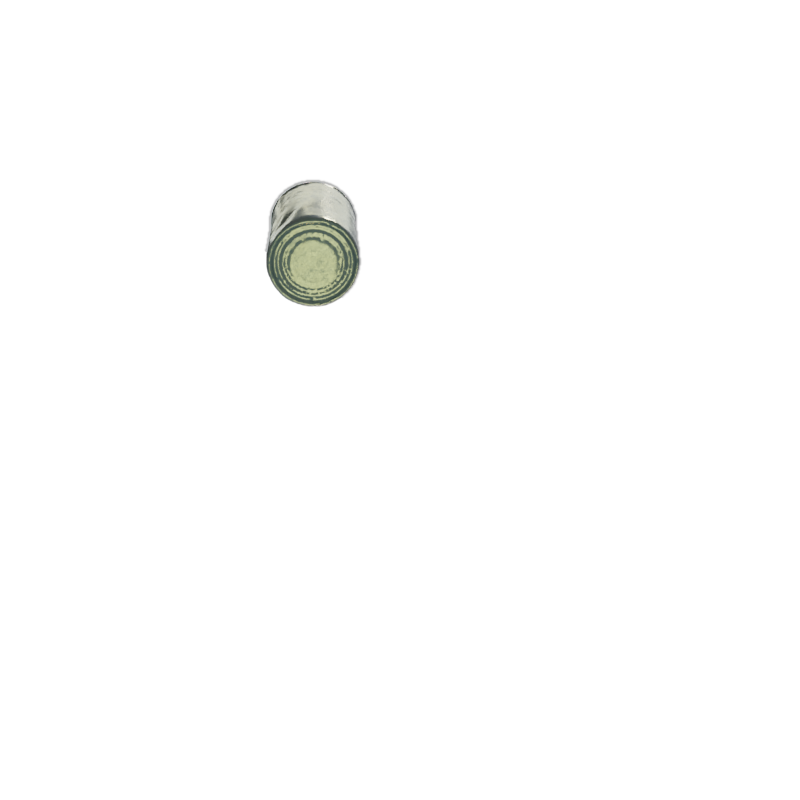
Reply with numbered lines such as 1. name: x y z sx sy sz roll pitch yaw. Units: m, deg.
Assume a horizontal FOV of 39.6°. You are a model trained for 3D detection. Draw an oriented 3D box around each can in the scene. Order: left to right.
1. can: -0.065 -0.118 0.826 0.068 0.065 0.107 0 23 -3
